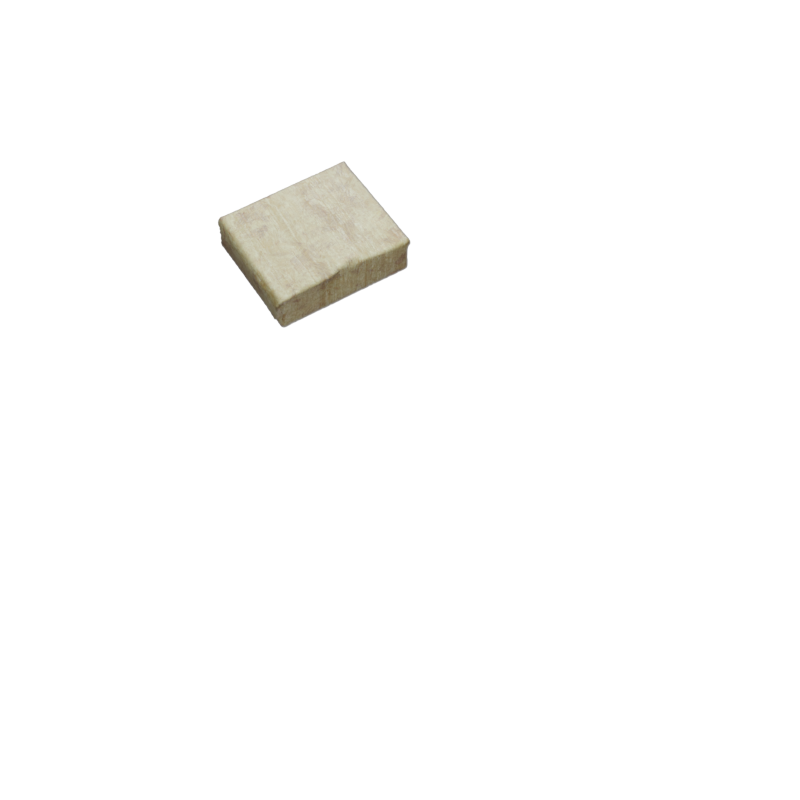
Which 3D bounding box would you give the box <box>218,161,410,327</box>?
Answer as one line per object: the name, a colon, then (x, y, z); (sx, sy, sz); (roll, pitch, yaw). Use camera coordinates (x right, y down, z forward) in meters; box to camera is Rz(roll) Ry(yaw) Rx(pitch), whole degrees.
box: (-0.051, -0.092, 0.647); (0.089, 0.078, 0.028); (-27, -32, -19)
